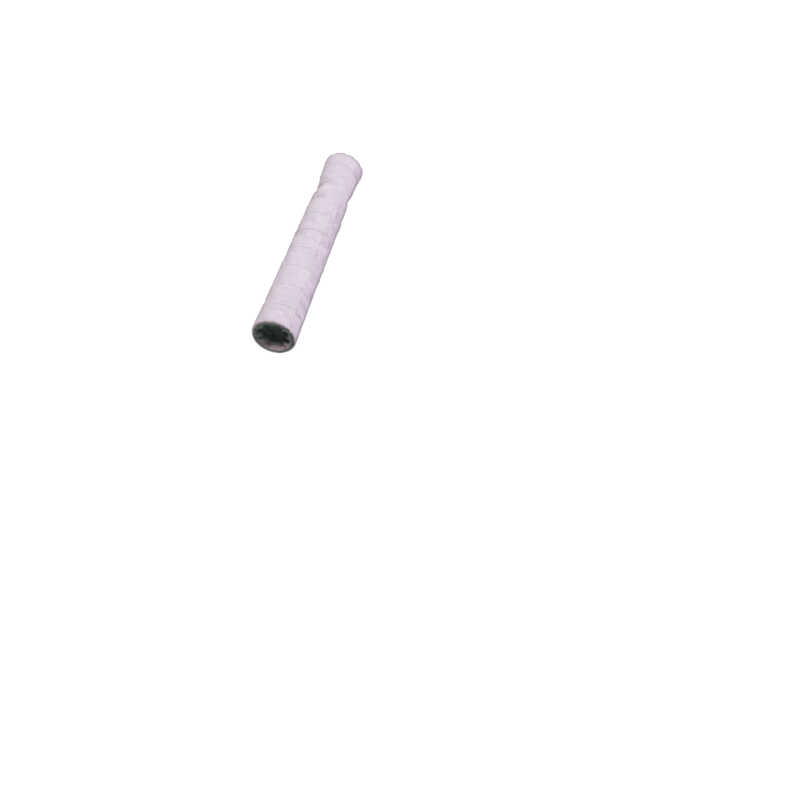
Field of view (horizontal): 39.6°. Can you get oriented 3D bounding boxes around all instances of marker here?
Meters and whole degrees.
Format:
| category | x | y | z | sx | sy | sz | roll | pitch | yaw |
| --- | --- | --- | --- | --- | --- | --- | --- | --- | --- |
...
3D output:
| category | x | y | z | sx | sy | sz | roll | pitch | yaw |
| --- | --- | --- | --- | --- | --- | --- | --- | --- | --- |
| marker | -0.038 | -0.070 | 0.488 | 0.020 | 0.018 | 0.128 | 0 | 44 | 17 |
